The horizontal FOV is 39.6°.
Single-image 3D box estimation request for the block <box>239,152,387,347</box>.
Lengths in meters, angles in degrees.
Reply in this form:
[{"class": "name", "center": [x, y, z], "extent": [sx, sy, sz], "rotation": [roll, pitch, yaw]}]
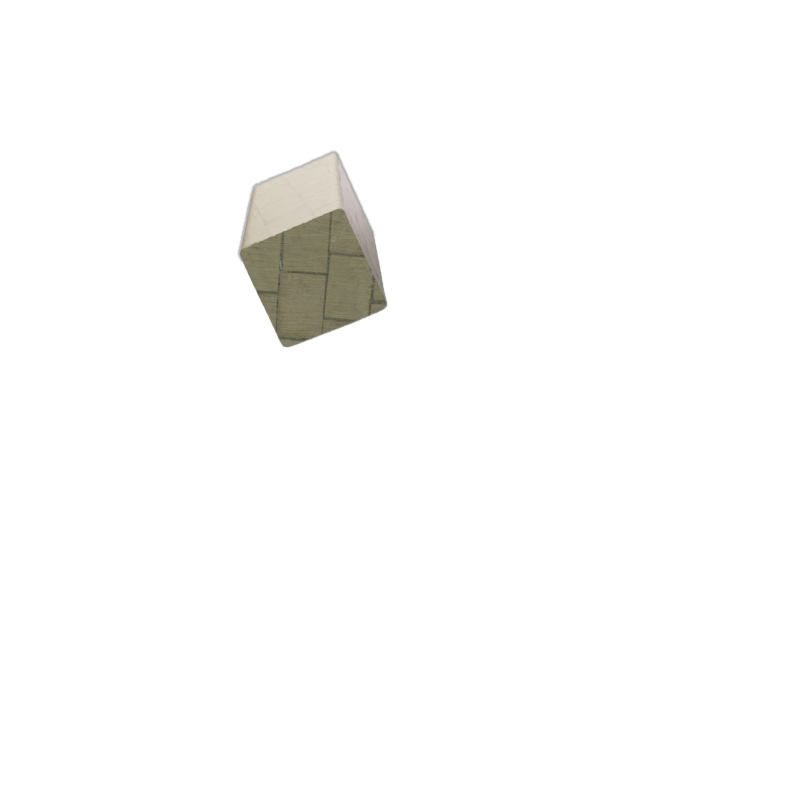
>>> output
[{"class": "block", "center": [-0.074, -0.134, 0.945], "extent": [0.090, 0.086, 0.216], "rotation": [-22, 23, 6]}]
